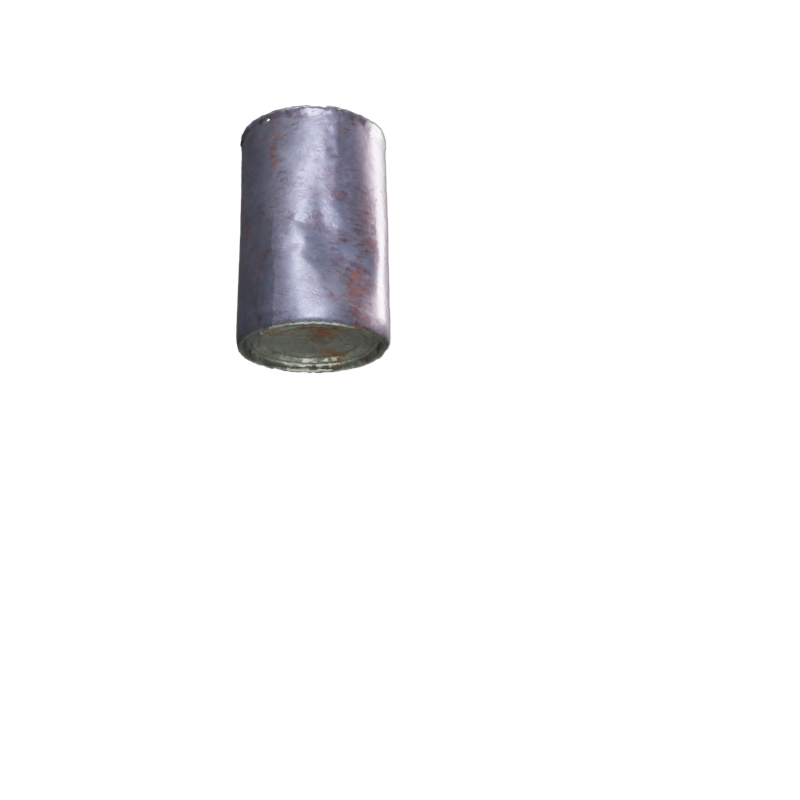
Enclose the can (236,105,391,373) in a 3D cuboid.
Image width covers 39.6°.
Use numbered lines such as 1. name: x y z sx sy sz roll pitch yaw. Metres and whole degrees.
1. can: -0.039 -0.071 0.495 0.068 0.108 0.065 0 -22 -2
